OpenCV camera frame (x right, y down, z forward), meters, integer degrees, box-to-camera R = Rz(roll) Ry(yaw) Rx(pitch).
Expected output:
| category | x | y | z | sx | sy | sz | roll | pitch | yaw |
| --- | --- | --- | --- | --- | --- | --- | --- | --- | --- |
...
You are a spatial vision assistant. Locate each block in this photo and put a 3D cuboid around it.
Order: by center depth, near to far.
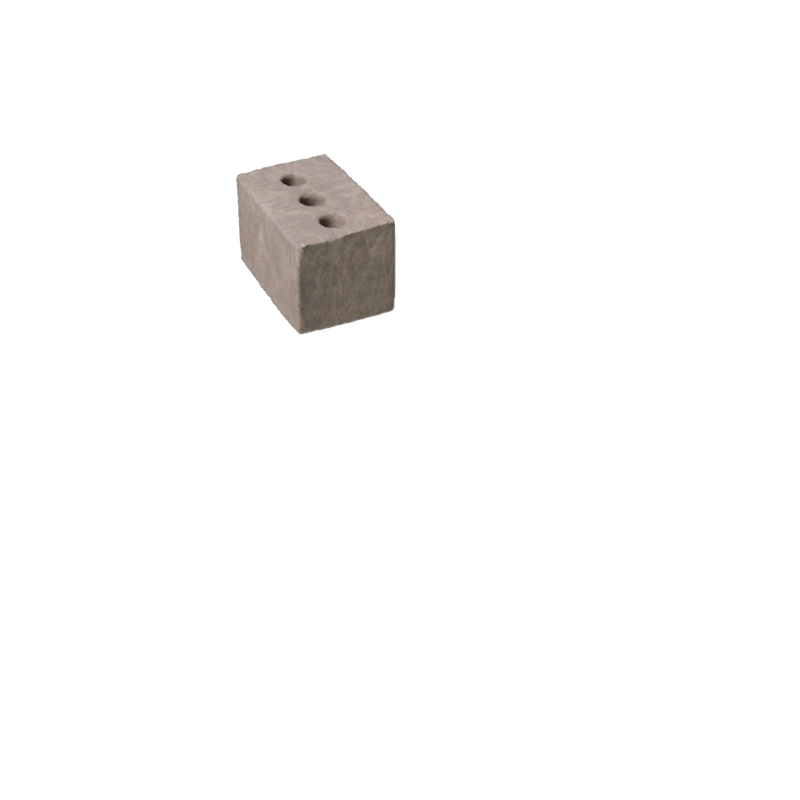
| category | x | y | z | sx | sy | sz | roll | pitch | yaw |
| --- | --- | --- | --- | --- | --- | --- | --- | --- | --- |
| block | -0.043 | -0.078 | 0.549 | 0.052 | 0.048 | 0.084 | -16 | 40 | -23 |
